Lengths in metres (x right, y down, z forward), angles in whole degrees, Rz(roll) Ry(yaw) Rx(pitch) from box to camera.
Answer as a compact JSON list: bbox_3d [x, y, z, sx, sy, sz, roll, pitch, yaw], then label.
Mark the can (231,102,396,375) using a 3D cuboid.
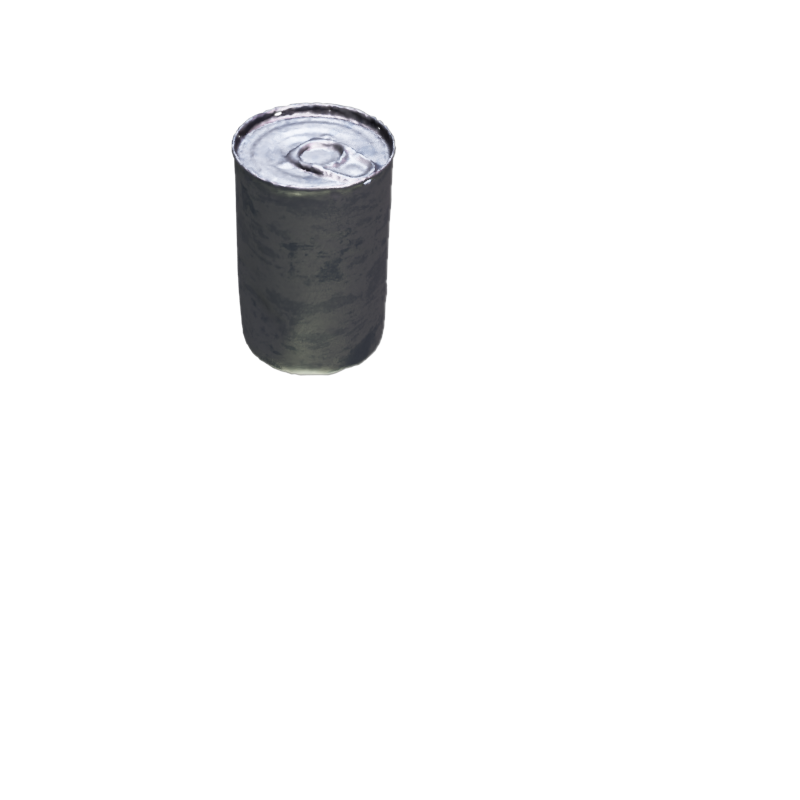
[{"bbox_3d":[-0.038,-0.069,0.486,0.068,0.095,0.073,0,40,-3],"label":"can"}]
